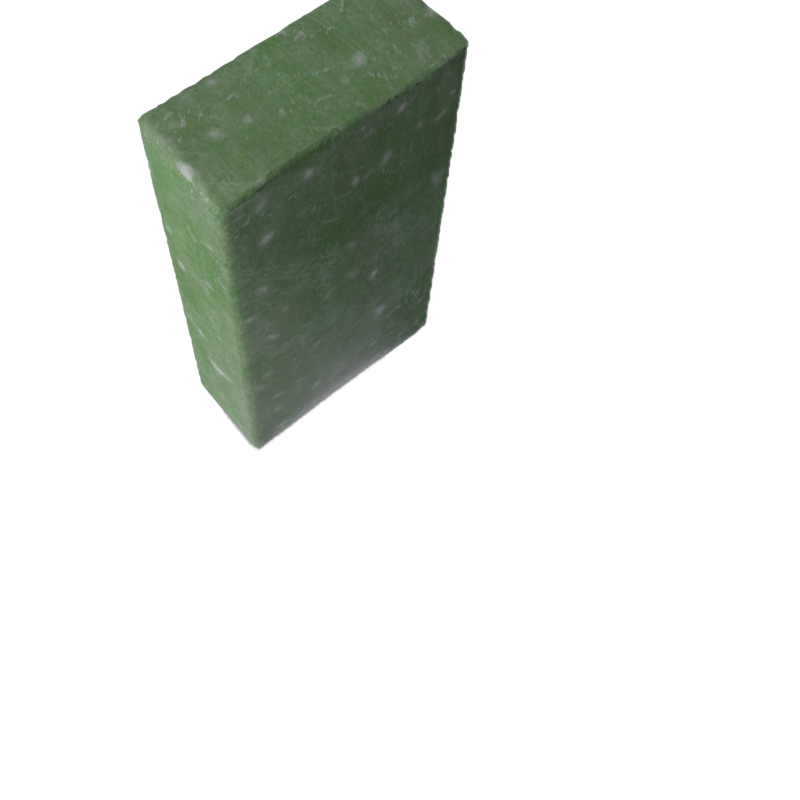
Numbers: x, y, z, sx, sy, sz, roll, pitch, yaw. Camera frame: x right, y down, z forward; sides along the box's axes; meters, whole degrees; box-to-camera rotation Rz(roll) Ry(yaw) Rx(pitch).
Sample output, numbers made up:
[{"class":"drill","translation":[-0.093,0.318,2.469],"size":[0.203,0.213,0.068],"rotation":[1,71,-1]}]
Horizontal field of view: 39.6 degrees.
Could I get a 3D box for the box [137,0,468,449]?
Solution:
[{"class":"box","translation":[-0.030,-0.054,0.382],"size":[0.094,0.050,0.167],"rotation":[-38,-15,-17]}]
